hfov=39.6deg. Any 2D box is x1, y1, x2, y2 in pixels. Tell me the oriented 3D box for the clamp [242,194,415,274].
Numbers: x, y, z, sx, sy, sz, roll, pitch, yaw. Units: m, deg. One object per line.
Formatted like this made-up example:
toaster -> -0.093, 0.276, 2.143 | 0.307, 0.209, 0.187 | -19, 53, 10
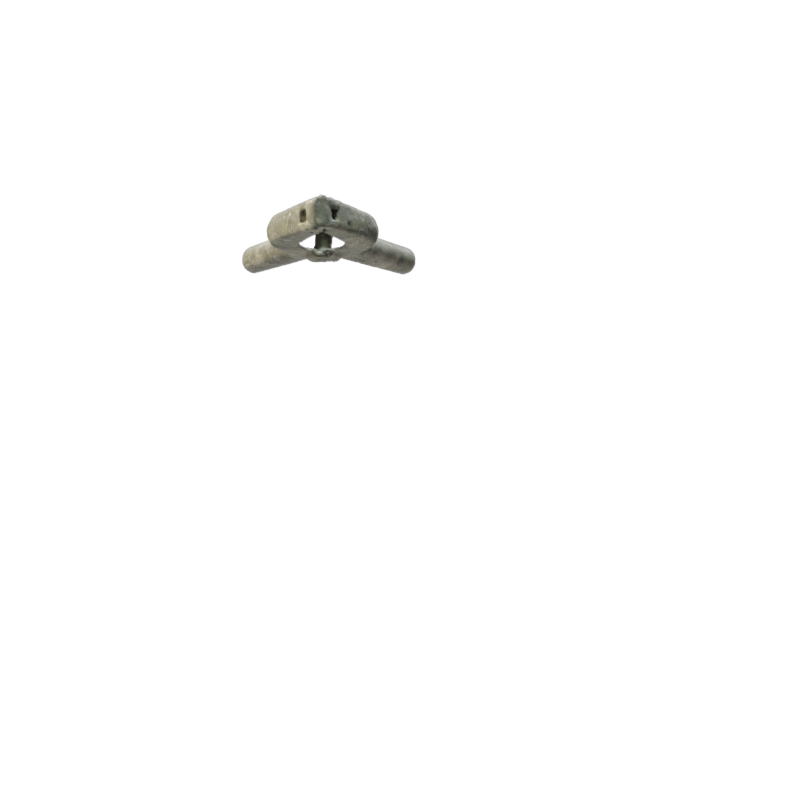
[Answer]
clamp -> -0.077, -0.140, 0.980 | 0.166, 0.037, 0.203 | -1, -5, 7
